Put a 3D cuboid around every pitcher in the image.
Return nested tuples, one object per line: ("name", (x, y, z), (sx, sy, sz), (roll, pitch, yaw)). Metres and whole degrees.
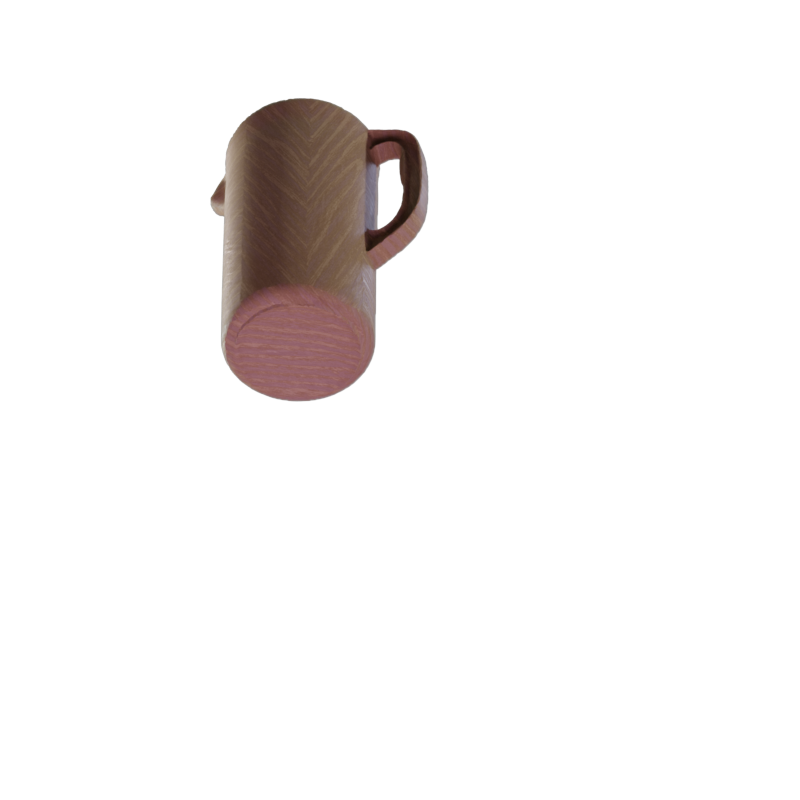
("pitcher", (-0.067, -0.122, 0.854), (0.140, 0.144, 0.261), (18, 38, -19))
